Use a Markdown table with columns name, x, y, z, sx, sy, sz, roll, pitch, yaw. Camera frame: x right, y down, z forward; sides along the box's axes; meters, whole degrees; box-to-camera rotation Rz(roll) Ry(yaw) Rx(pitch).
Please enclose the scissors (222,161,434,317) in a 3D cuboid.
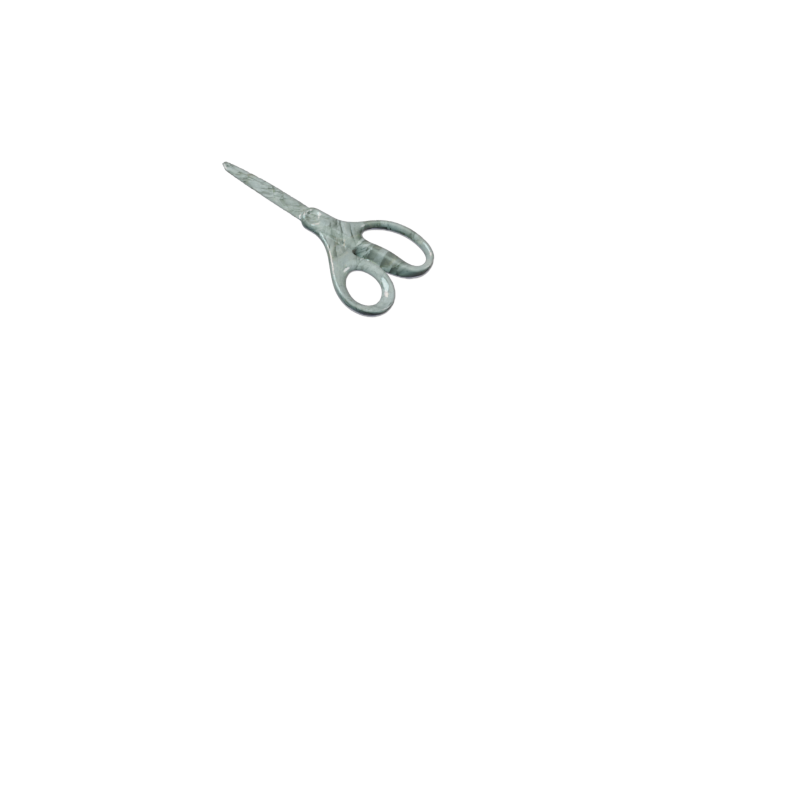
| name | x | y | z | sx | sy | sz | roll | pitch | yaw |
| --- | --- | --- | --- | --- | --- | --- | --- | --- | --- |
| scissors | -0.073 | -0.133 | 0.934 | 0.205 | 0.100 | 0.015 | 18 | -24 | 9 |
